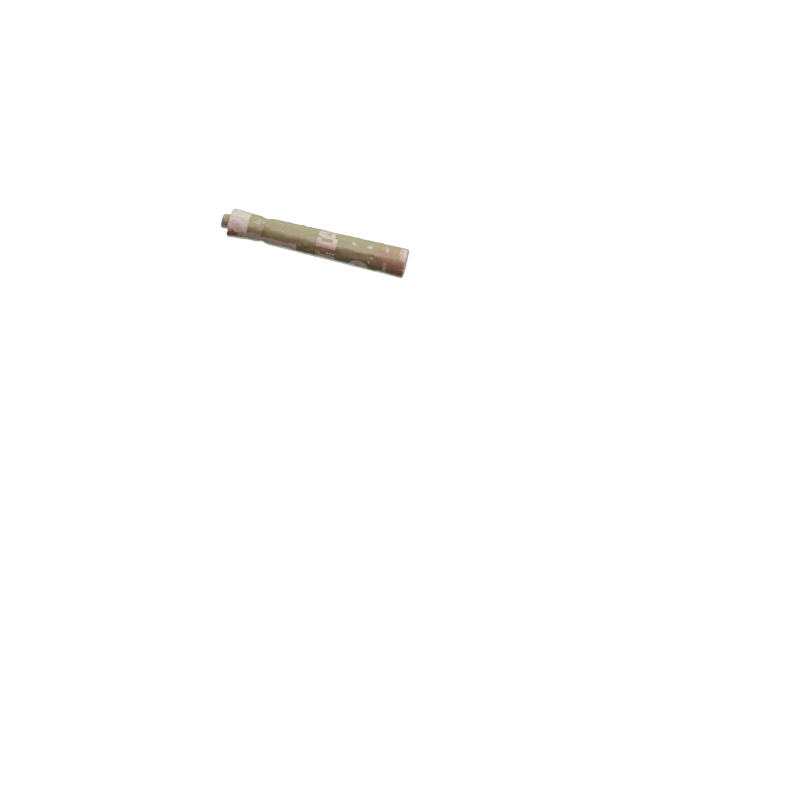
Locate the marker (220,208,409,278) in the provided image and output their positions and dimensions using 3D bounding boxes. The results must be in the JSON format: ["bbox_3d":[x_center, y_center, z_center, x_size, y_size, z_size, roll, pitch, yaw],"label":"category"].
[{"bbox_3d":[-0.055,-0.101,0.705,0.123,0.020,0.020,15,5,8],"label":"marker"}]
